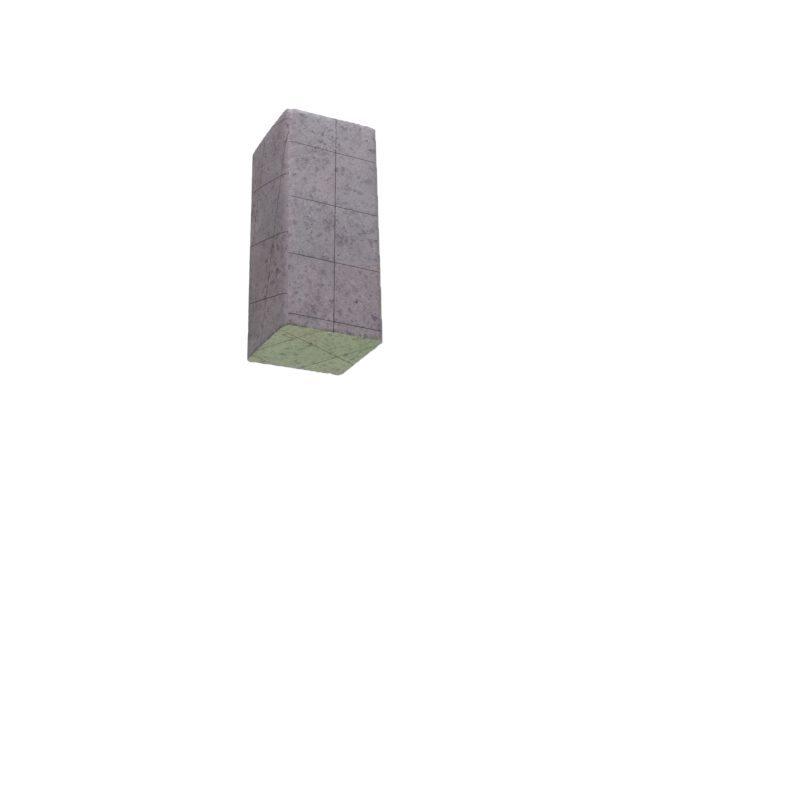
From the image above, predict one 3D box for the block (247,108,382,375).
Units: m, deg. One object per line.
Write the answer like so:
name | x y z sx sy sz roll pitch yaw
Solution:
block | -0.076 -0.139 0.970 0.087 0.218 0.088 10 -28 -24
